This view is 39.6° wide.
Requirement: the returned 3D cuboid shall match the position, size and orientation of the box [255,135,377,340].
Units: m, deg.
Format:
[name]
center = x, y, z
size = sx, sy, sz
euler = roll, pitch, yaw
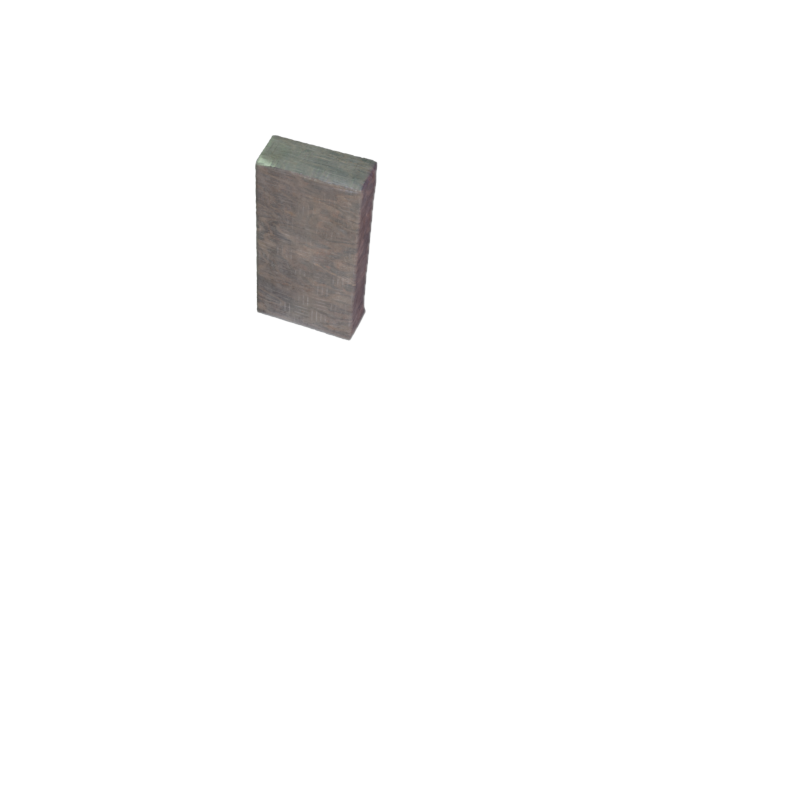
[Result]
[box]
center = -0.073, -0.133, 0.931
size = 0.096, 0.050, 0.164
euler = 18, -39, 11
